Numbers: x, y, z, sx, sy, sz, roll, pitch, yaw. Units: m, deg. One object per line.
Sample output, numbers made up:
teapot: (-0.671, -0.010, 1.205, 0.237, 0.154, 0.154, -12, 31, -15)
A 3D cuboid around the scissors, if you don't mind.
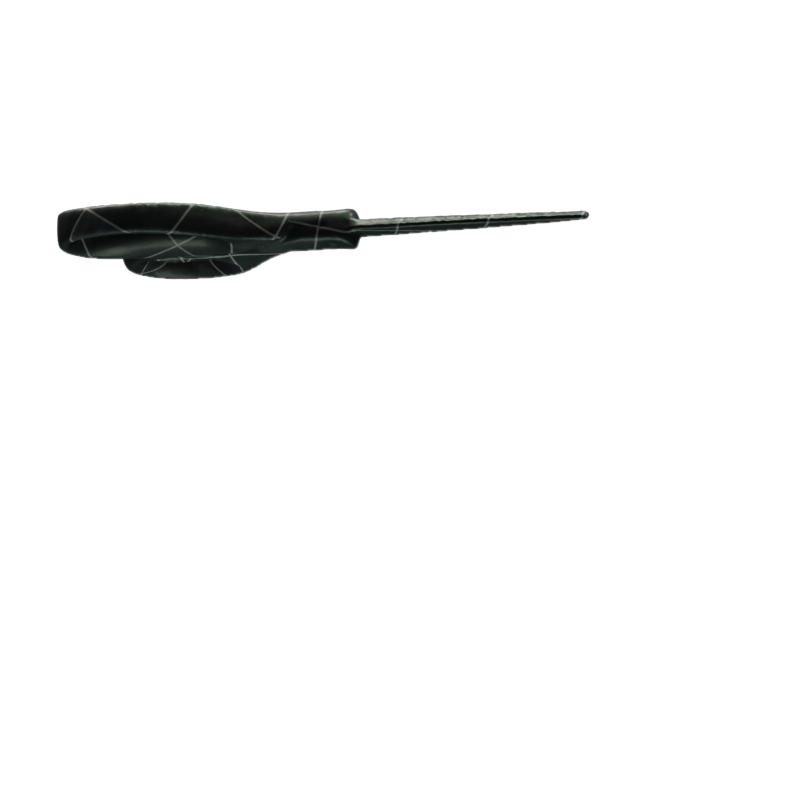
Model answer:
scissors: (-0.035, -0.064, 0.452, 0.201, 0.016, 0.094, 0, -5, -3)
